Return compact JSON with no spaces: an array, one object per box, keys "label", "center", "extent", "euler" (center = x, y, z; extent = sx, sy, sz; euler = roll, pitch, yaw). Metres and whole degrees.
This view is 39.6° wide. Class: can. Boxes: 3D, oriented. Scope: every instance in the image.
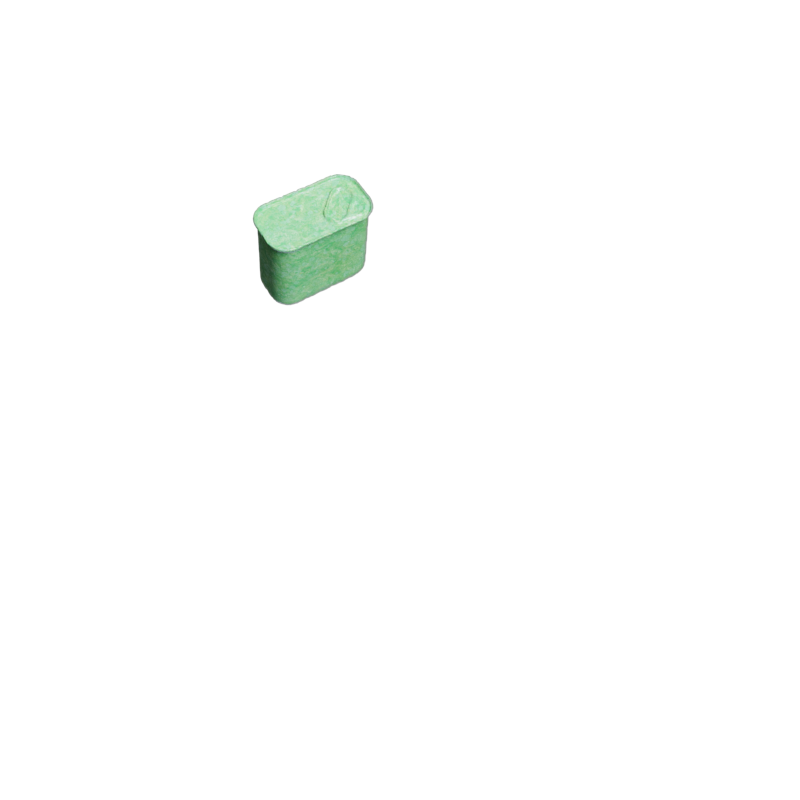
[{"label":"can","center":[-0.077,-0.140,0.978],"extent":[0.101,0.062,0.078],"euler":[-27,-30,-19]}]
